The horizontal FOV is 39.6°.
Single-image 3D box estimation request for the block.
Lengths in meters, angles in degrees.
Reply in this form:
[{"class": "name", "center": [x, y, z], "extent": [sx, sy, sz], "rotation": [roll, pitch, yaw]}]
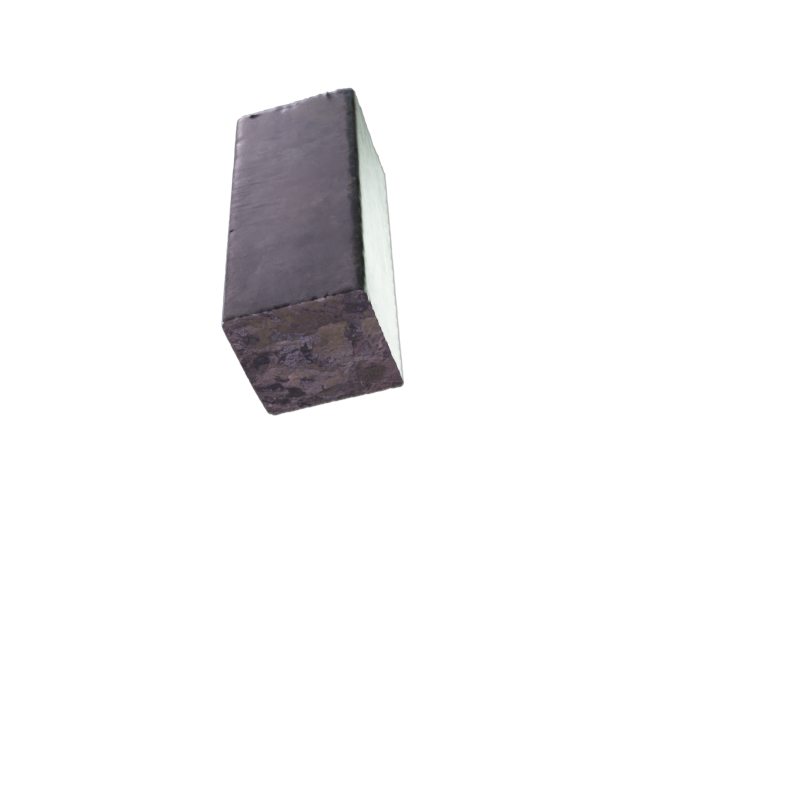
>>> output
[{"class": "block", "center": [-0.058, -0.105, 0.734], "extent": [0.091, 0.221, 0.083], "rotation": [-14, -45, 10]}]
